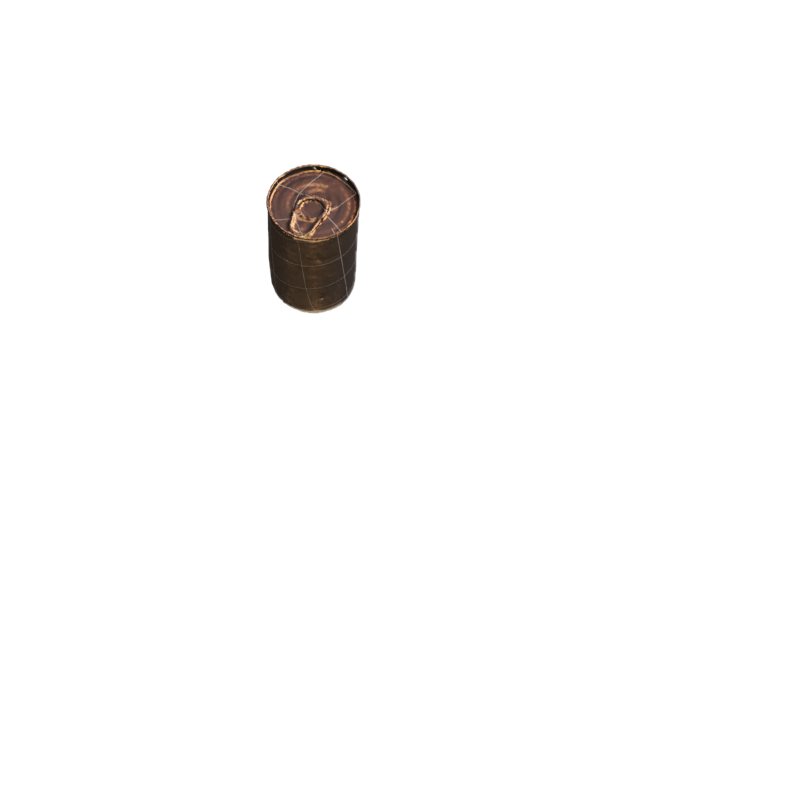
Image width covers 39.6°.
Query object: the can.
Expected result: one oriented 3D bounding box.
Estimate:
[{"bbox_3d":[-0.065,-0.119,0.835,0.068,0.073,0.096,0,-31,-3],"label":"can"}]
